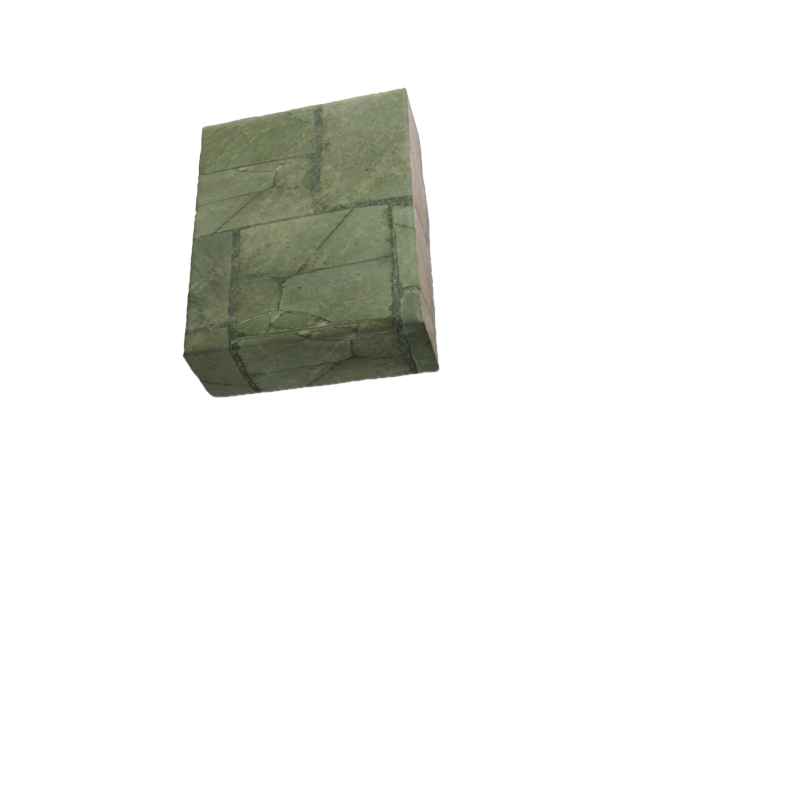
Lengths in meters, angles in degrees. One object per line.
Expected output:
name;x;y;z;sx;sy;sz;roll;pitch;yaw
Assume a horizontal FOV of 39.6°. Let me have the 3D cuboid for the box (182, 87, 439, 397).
box;-0.063;-0.114;0.801;0.166;0.229;0.066;-9;-36;10
